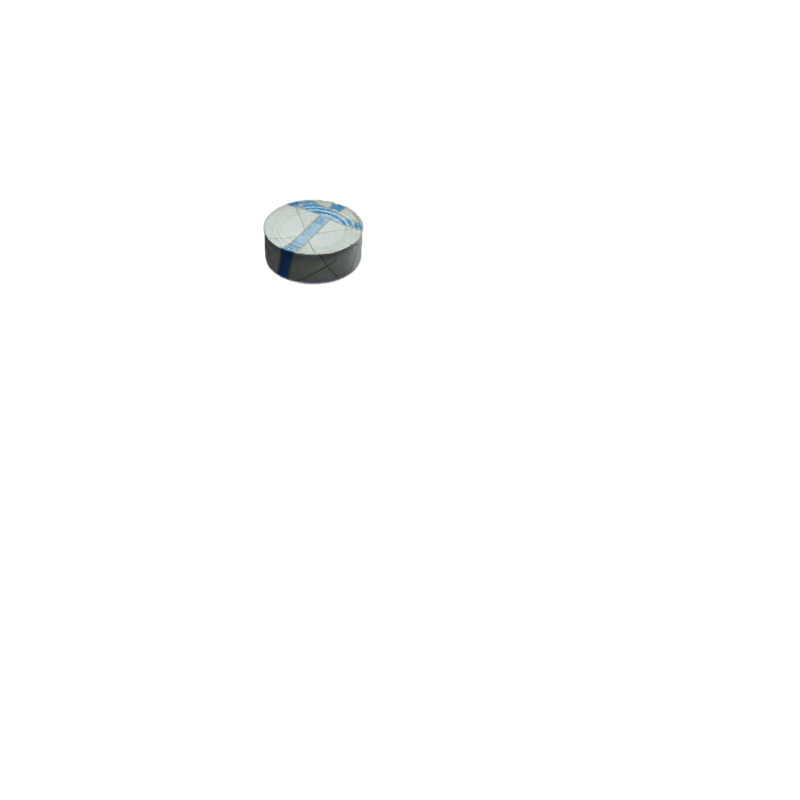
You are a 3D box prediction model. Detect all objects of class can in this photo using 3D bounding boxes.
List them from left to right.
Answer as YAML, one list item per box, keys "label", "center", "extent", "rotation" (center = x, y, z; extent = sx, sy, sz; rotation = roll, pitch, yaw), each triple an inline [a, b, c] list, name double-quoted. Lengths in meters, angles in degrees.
- label: "can"
  center: [-0.075, -0.137, 0.958]
  extent: [0.086, 0.031, 0.092]
  rotation: [-1, 39, -2]
